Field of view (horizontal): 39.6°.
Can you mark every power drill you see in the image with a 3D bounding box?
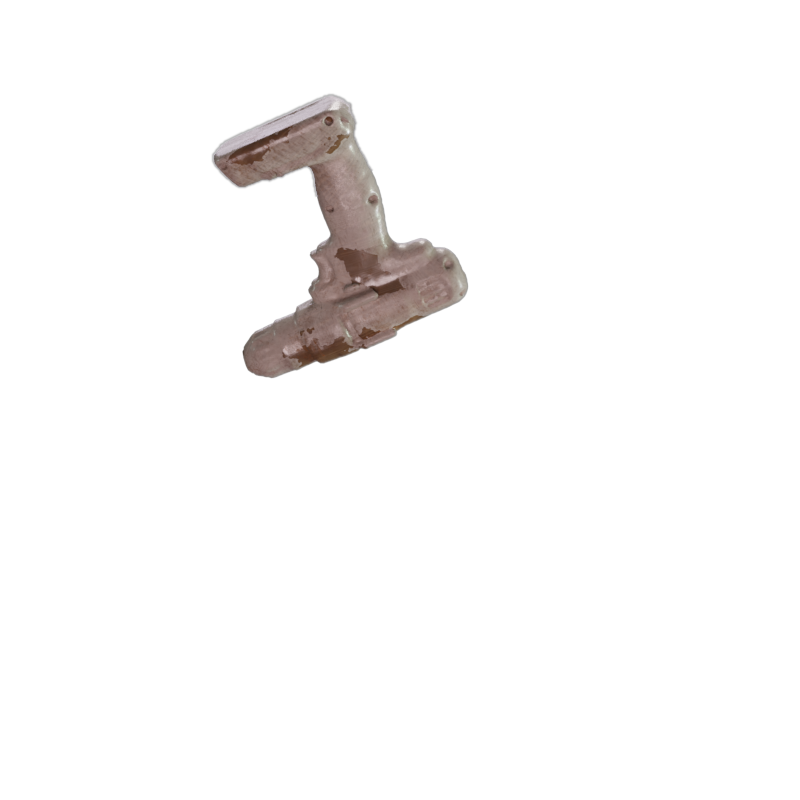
[{"bbox_3d":[-0.065,-0.119,0.831,0.185,0.178,0.060,-24,21,9],"label":"power drill"}]
